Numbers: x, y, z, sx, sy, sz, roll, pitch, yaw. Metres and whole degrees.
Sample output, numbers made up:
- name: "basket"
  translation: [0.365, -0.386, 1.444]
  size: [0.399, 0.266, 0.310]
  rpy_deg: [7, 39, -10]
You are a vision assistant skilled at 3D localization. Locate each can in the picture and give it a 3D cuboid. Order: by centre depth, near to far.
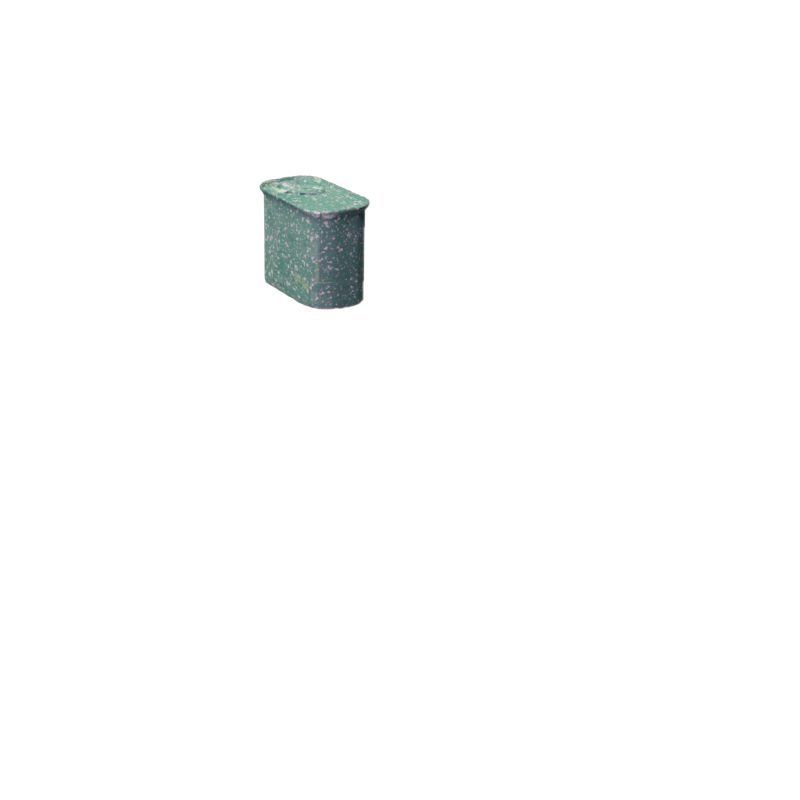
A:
- name: "can"
  translation: [-0.070, -0.128, 0.895]
  size: [0.056, 0.080, 0.109]
  rpy_deg: [-13, 28, -31]
